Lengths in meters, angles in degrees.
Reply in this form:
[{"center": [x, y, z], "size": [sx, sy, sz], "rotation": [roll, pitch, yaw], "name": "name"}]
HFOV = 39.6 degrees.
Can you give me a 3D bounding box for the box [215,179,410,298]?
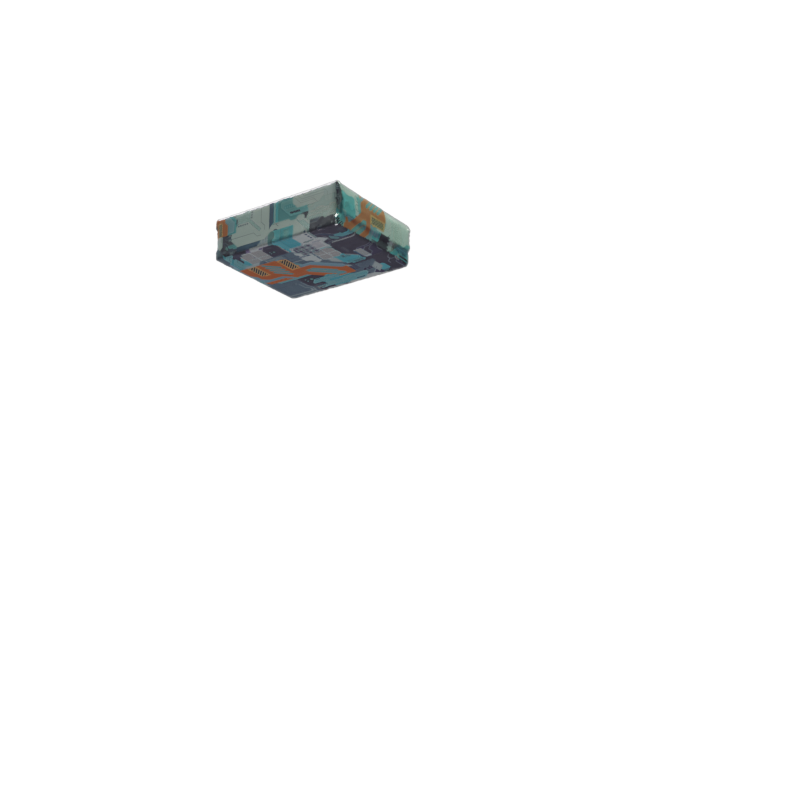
[{"center": [-0.050, -0.092, 0.641], "size": [0.091, 0.032, 0.068], "rotation": [-13, -22, 33], "name": "box"}]
